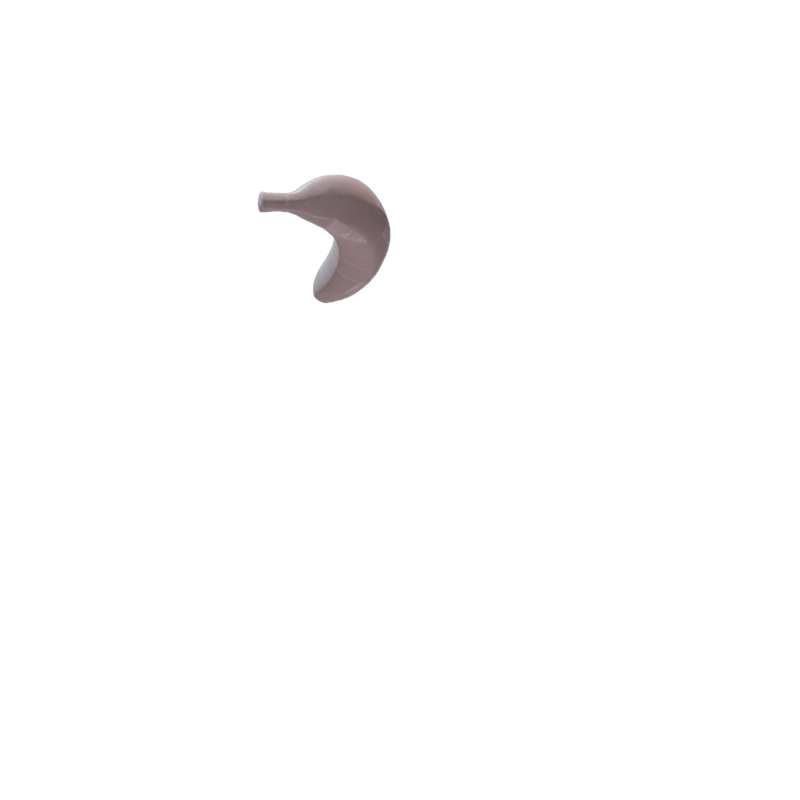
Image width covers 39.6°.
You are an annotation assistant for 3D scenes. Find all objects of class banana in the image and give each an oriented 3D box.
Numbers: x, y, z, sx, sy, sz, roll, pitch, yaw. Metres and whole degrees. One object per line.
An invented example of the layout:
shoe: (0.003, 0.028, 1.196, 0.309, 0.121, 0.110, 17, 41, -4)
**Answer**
banana: (-0.040, -0.107, 0.733, 0.070, 0.038, 0.188, -2, -15, 7)
